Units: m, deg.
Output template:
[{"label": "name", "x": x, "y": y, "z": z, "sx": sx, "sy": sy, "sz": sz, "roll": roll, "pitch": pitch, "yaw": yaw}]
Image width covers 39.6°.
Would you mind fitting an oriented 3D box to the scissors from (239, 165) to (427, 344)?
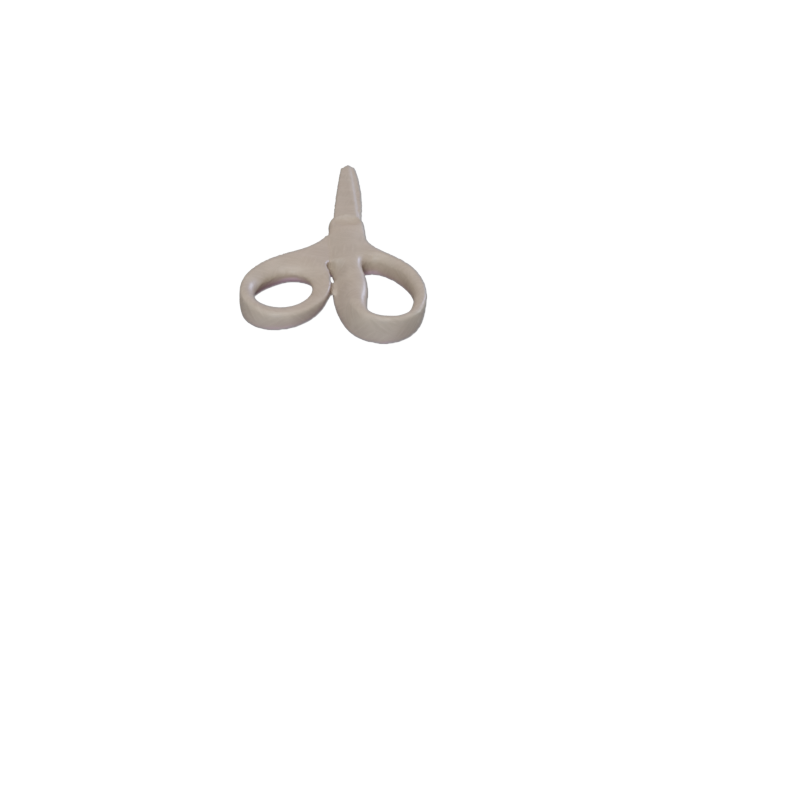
[{"label": "scissors", "x": -0.045, "y": -0.082, "z": 0.576, "sx": 0.095, "sy": 0.015, "sz": 0.217, "roll": -8, "pitch": 32, "yaw": -13}]
